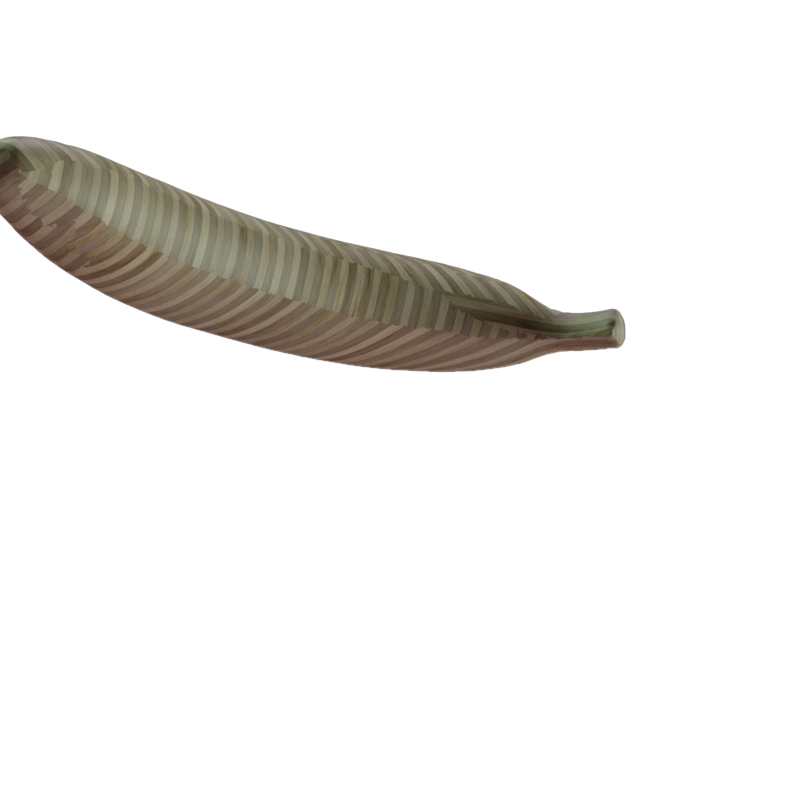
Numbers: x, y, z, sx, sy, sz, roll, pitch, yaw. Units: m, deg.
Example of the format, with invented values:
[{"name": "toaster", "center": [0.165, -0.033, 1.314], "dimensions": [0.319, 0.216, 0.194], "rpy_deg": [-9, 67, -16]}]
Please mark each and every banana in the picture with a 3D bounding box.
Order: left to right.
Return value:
[{"name": "banana", "center": [-0.031, -0.039, 0.330], "dimensions": [0.190, 0.039, 0.069], "rpy_deg": [10, -24, -26]}]
